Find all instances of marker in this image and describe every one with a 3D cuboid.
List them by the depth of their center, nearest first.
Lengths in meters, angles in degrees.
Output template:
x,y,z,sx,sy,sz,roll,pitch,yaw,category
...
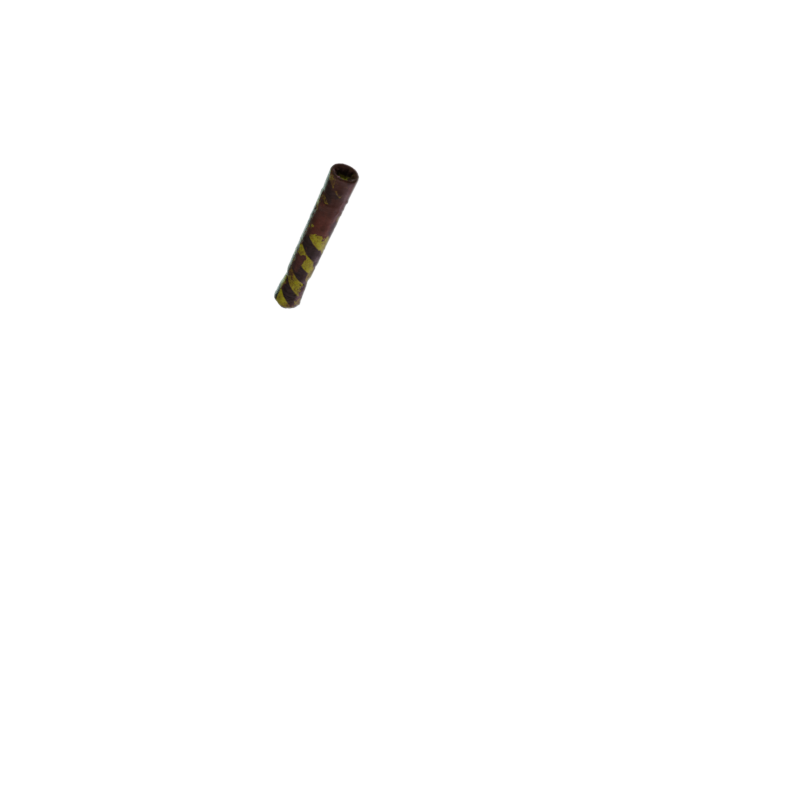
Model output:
x,y,z,sx,sy,sz,roll,pitch,yaw,category
-0.056,-0.102,0.718,0.019,0.021,0.116,15,-46,-17,marker
